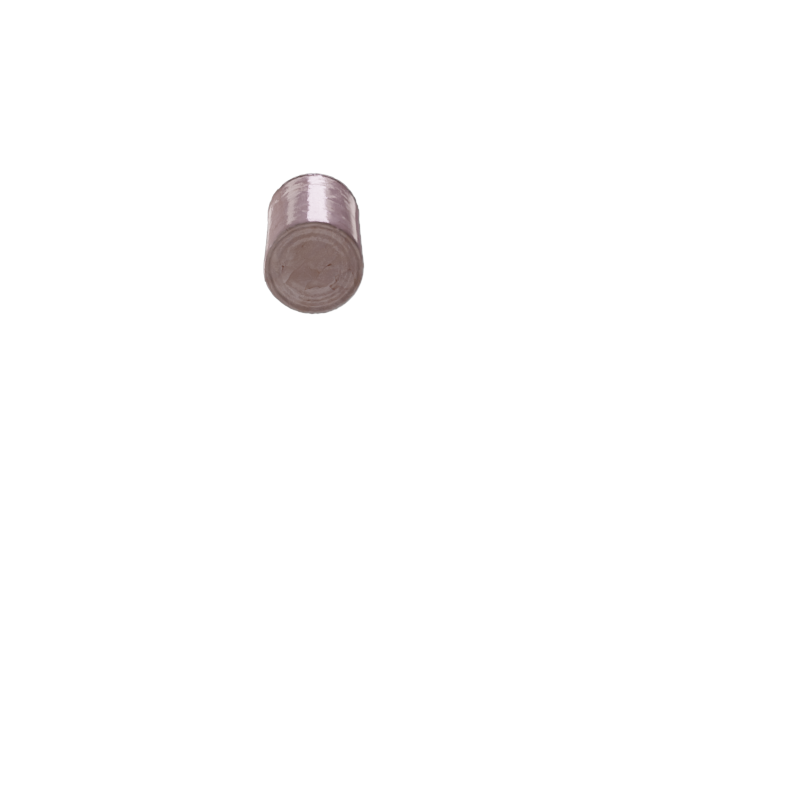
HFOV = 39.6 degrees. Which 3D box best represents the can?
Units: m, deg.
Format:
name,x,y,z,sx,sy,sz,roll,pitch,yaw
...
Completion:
name,x,y,z,sx,sy,sz,roll,pitch,yaw
can,-0.060,-0.110,0.770,0.068,0.065,0.108,0,27,-3
